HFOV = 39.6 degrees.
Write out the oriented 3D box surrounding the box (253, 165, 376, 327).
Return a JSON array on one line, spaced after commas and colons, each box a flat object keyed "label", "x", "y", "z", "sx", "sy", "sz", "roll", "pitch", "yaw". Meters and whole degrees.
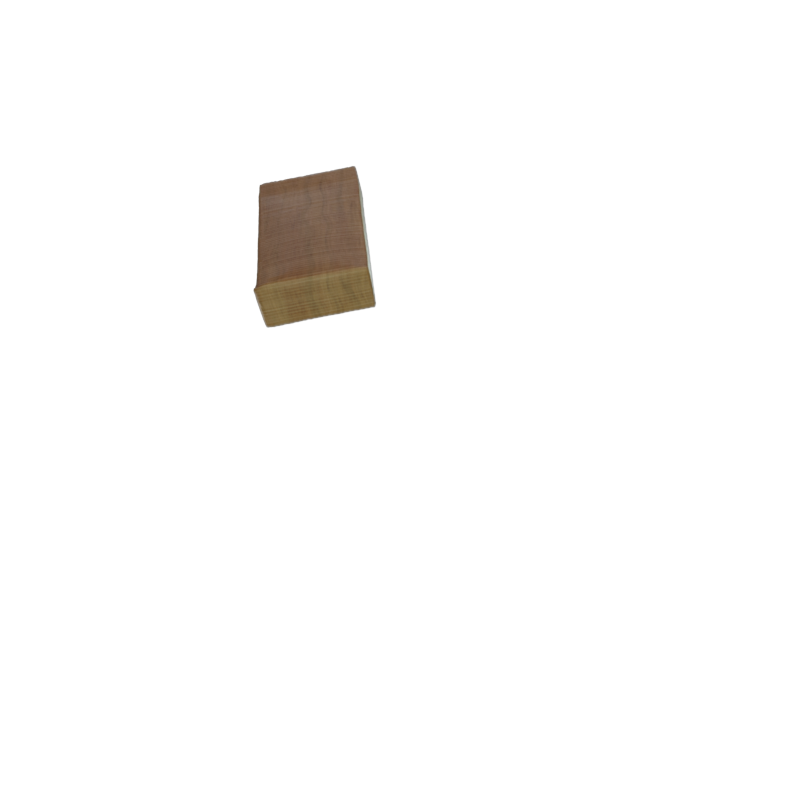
[{"label": "box", "x": -0.074, "y": -0.135, "z": 0.945, "sx": 0.094, "sy": 0.045, "sz": 0.188, "roll": -11, "pitch": 34, "yaw": 4}]
